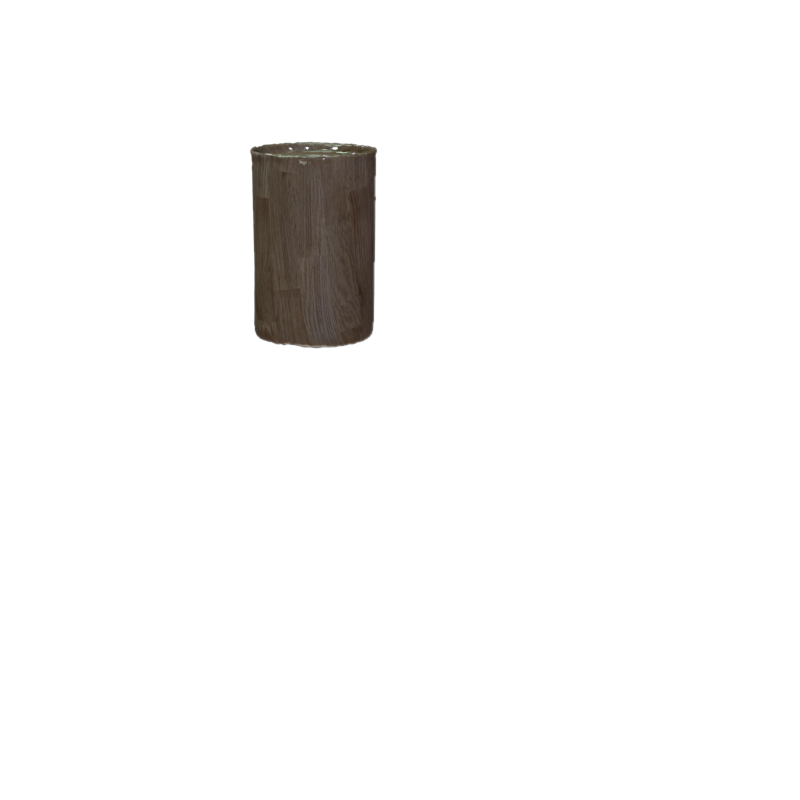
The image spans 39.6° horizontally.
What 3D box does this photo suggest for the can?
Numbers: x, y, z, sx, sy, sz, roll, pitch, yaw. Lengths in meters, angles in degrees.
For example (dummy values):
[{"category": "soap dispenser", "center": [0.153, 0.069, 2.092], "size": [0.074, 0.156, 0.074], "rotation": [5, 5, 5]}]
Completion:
[{"category": "can", "center": [-0.047, -0.086, 0.601], "size": [0.068, 0.099, 0.071], "rotation": [0, 13, -2]}]
